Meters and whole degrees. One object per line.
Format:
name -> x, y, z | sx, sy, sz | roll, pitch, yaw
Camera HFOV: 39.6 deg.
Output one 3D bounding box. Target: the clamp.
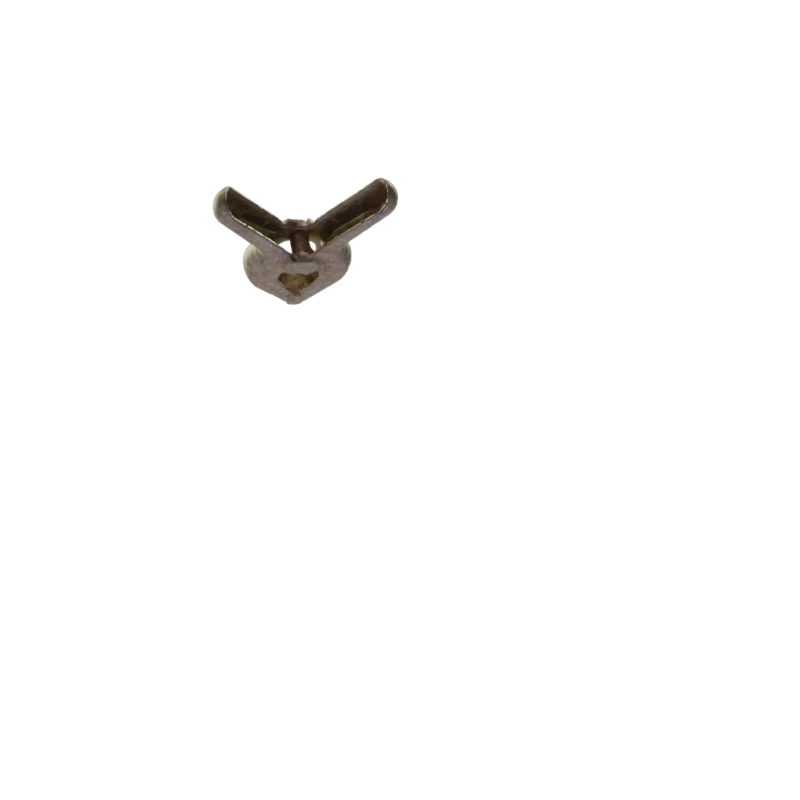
clamp -> -0.061, -0.112, 0.783 | 0.120, 0.041, 0.164 | -1, -14, 1
